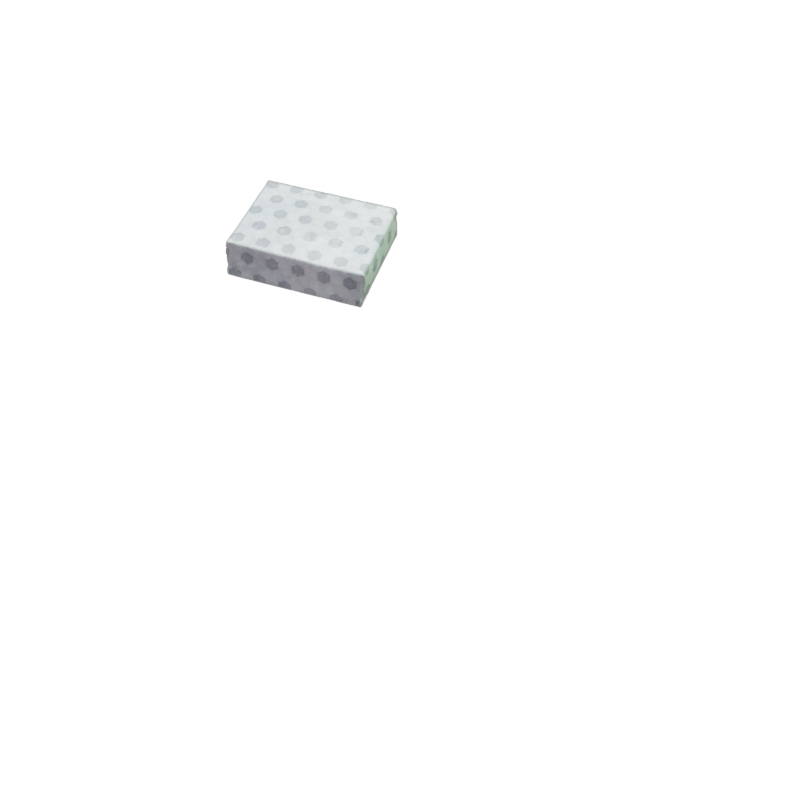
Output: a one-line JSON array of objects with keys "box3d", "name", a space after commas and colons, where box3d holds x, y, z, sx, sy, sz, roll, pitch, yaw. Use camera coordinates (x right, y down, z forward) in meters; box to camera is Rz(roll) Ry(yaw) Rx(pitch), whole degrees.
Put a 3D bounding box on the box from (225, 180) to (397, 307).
[{"box3d": [-0.068, -0.124, 0.865, 0.116, 0.036, 0.094, 12, 42, 13], "name": "box"}]
